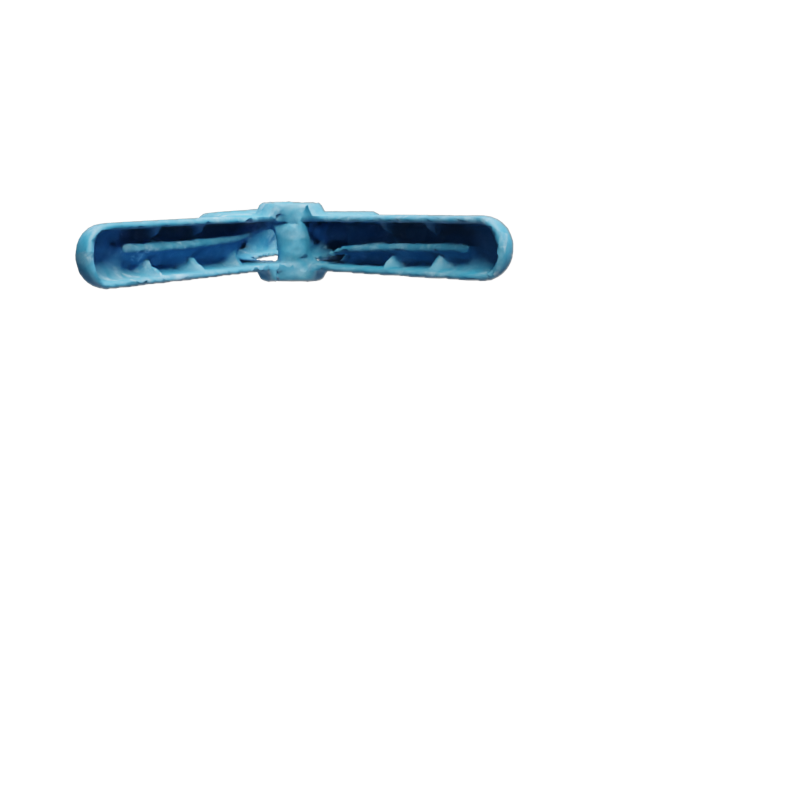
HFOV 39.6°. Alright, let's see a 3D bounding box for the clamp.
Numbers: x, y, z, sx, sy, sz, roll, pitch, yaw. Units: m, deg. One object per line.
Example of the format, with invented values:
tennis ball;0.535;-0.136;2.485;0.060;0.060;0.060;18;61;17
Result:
clamp;-0.039;-0.072;0.503;0.165;0.036;0.213;0;11;2
